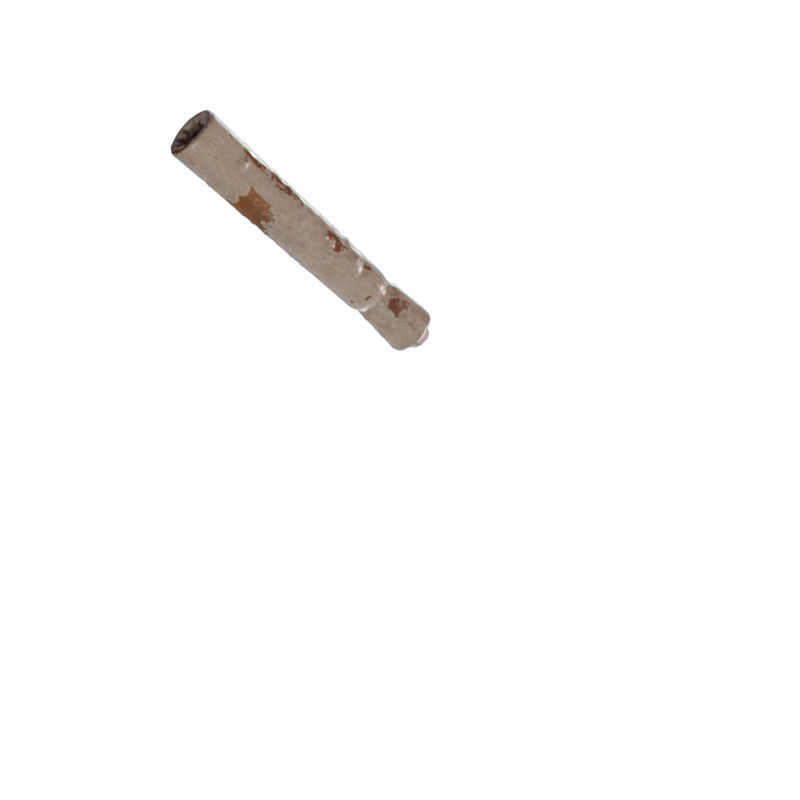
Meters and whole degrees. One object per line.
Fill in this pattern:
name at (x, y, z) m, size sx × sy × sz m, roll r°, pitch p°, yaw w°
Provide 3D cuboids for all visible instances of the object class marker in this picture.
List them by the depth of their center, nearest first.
marker at (-0.030, -0.055, 0.385) m, size 0.113 × 0.020 × 0.020 m, roll 40°, pitch -20°, yaw -30°
